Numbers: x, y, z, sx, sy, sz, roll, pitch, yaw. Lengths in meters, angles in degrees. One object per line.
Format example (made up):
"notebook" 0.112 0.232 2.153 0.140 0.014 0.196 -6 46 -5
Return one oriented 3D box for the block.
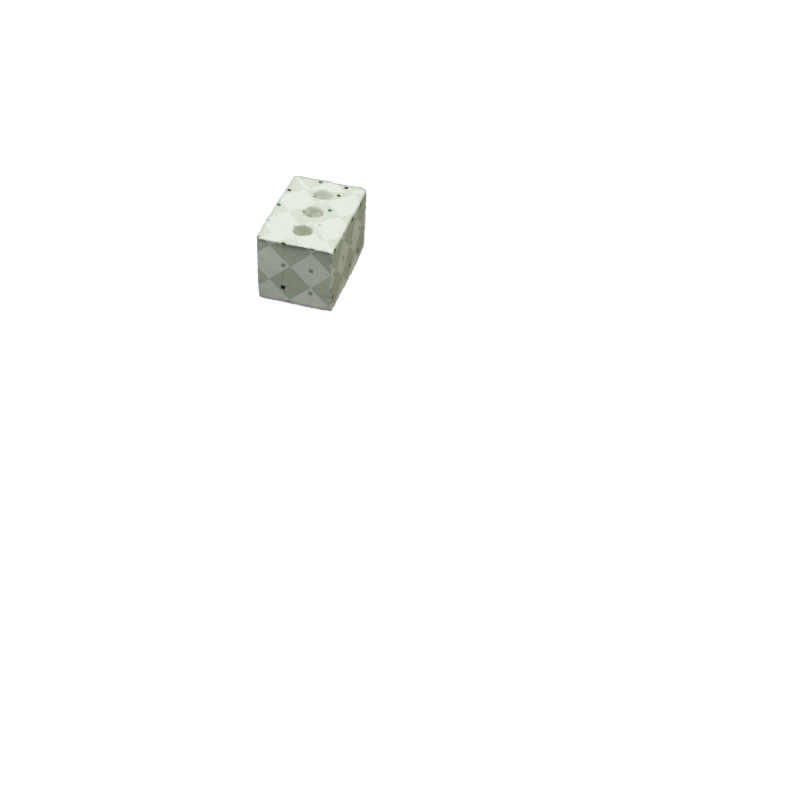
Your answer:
"block" -0.058 -0.106 0.740 0.054 0.048 0.082 11 42 11
